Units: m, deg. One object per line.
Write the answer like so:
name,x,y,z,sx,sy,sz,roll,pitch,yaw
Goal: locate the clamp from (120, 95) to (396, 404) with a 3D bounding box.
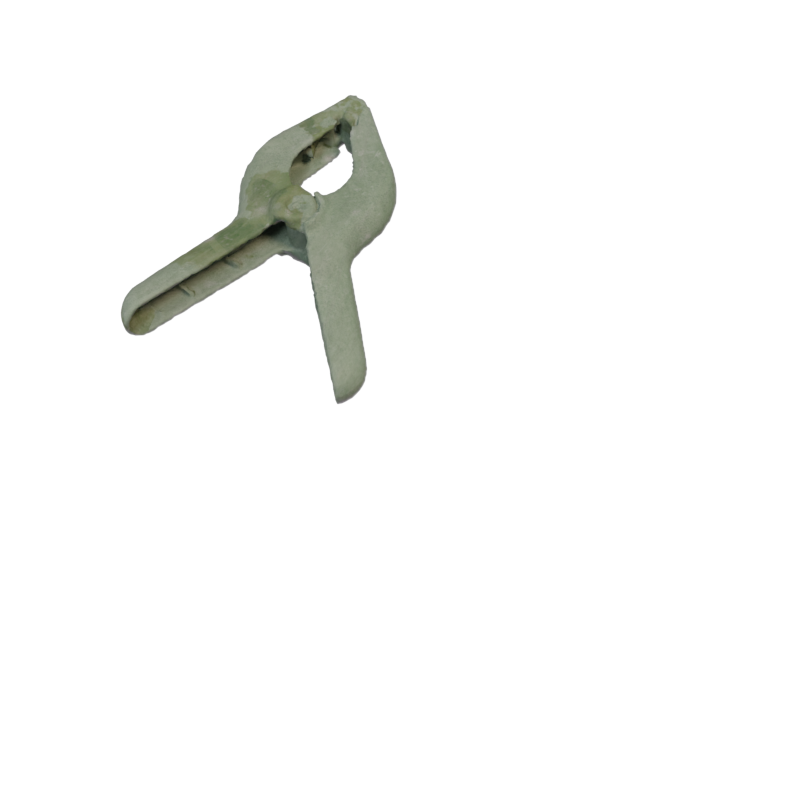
clamp,-0.042,-0.077,0.542,0.124,0.177,0.037,26,-26,14
